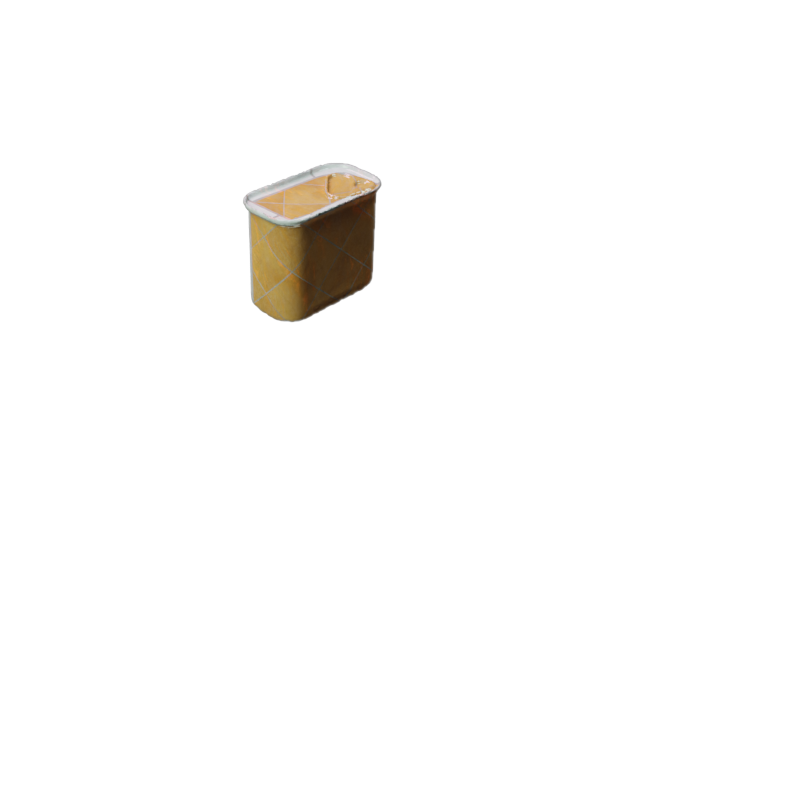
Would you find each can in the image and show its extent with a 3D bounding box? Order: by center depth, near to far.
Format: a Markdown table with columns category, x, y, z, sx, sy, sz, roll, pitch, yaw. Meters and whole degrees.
| category | x | y | z | sx | sy | sz | roll | pitch | yaw |
| --- | --- | --- | --- | --- | --- | --- | --- | --- | --- |
| can | -0.063 | -0.115 | 0.803 | 0.061 | 0.079 | 0.102 | 28 | 41 | 35 |
